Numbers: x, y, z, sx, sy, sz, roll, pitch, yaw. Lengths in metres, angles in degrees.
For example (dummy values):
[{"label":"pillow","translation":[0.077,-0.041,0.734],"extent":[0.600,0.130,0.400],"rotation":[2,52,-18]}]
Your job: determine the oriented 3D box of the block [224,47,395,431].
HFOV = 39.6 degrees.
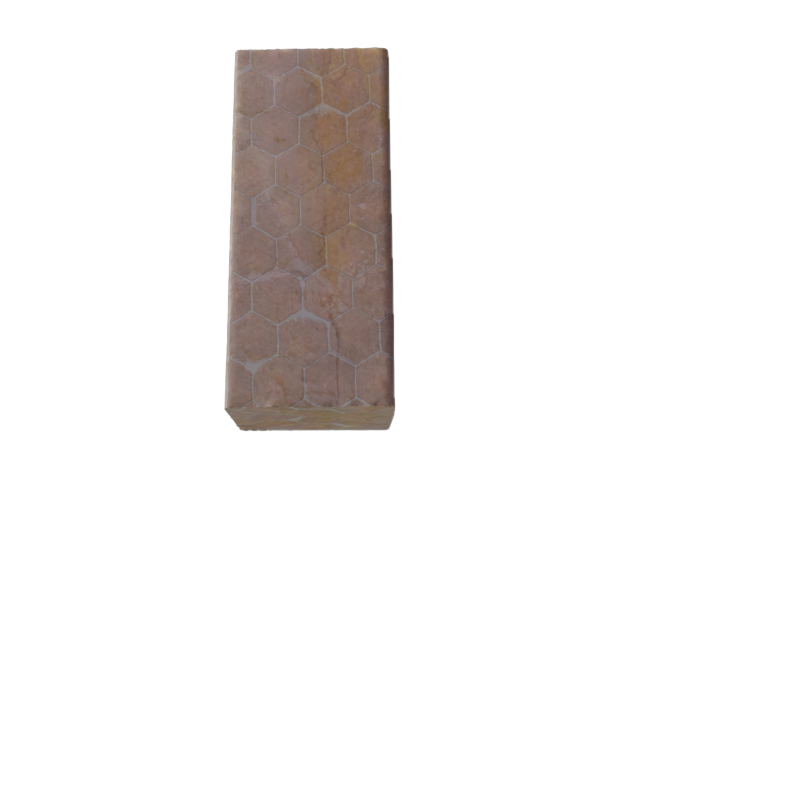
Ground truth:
[{"label":"block","translation":[-0.050,-0.092,0.643],"extent":[0.091,0.214,0.087],"rotation":[-1,-16,0]}]
